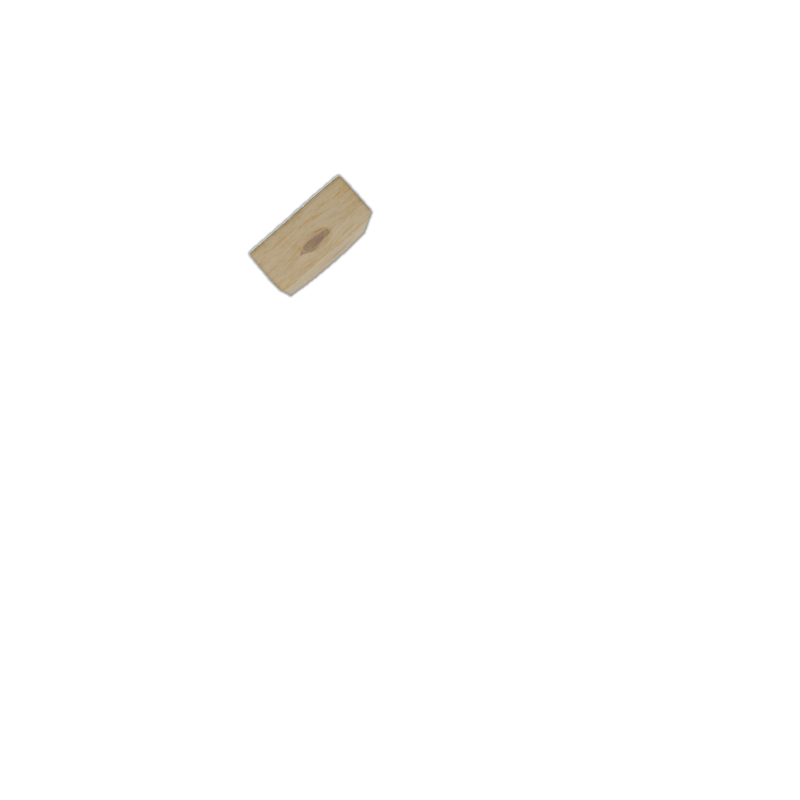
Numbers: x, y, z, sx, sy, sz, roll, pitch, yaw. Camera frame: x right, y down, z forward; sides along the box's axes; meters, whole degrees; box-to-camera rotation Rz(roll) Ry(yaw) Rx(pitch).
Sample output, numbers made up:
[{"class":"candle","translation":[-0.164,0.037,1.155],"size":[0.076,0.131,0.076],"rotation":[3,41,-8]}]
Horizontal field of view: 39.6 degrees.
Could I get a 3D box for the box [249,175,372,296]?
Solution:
[{"class":"box","translation":[-0.071,-0.129,0.908],"size":[0.093,0.048,0.178],"rotation":[-41,7,0]}]
